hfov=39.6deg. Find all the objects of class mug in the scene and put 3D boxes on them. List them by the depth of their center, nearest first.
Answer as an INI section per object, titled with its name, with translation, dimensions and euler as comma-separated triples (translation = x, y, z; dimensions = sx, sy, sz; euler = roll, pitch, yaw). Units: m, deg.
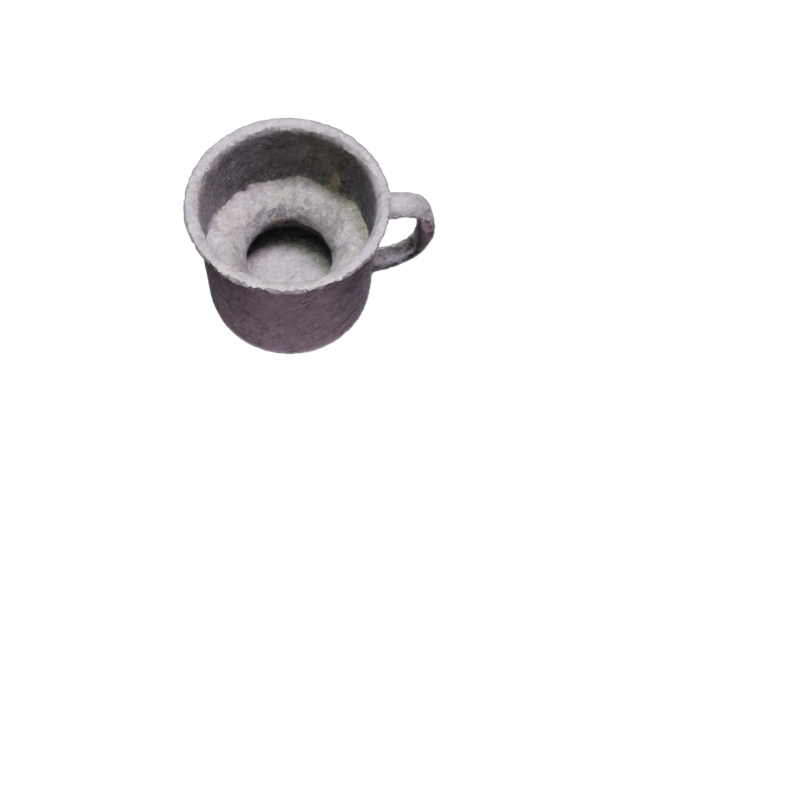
[mug]
translation = -0.042, -0.076, 0.531
dimensions = 0.116, 0.099, 0.077
euler = -10, -26, -7
